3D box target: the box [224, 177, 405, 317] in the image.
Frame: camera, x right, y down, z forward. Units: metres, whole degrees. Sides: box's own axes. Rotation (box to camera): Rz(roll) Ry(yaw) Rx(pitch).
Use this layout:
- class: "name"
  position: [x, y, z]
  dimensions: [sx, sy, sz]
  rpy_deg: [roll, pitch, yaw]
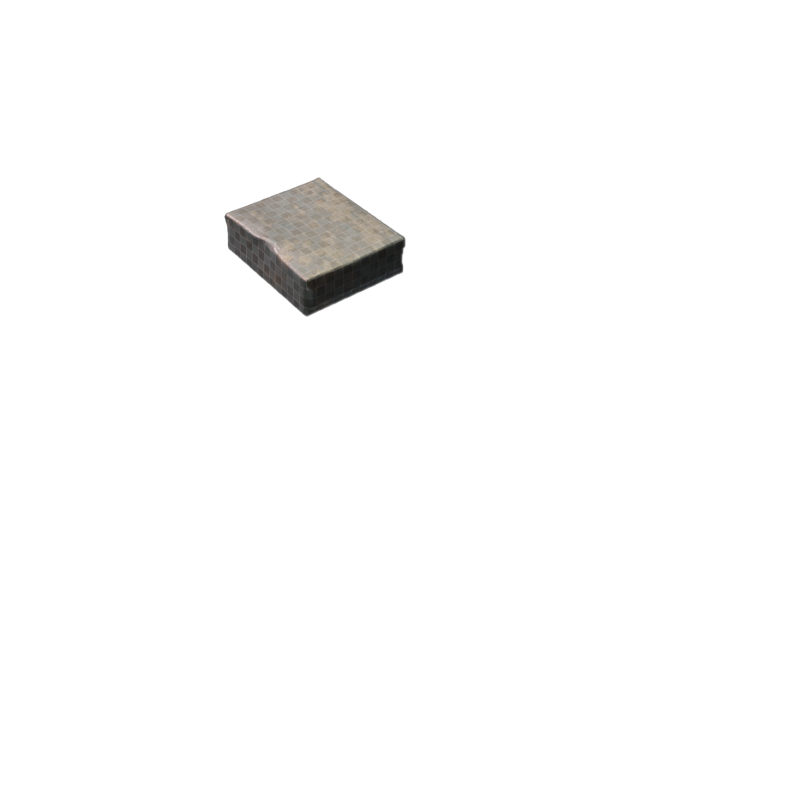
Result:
- class: "box"
  position: [-0.053, -0.096, 0.672]
  dimensions: [0.073, 0.028, 0.096]
  rpy_deg: [-26, 46, -28]
